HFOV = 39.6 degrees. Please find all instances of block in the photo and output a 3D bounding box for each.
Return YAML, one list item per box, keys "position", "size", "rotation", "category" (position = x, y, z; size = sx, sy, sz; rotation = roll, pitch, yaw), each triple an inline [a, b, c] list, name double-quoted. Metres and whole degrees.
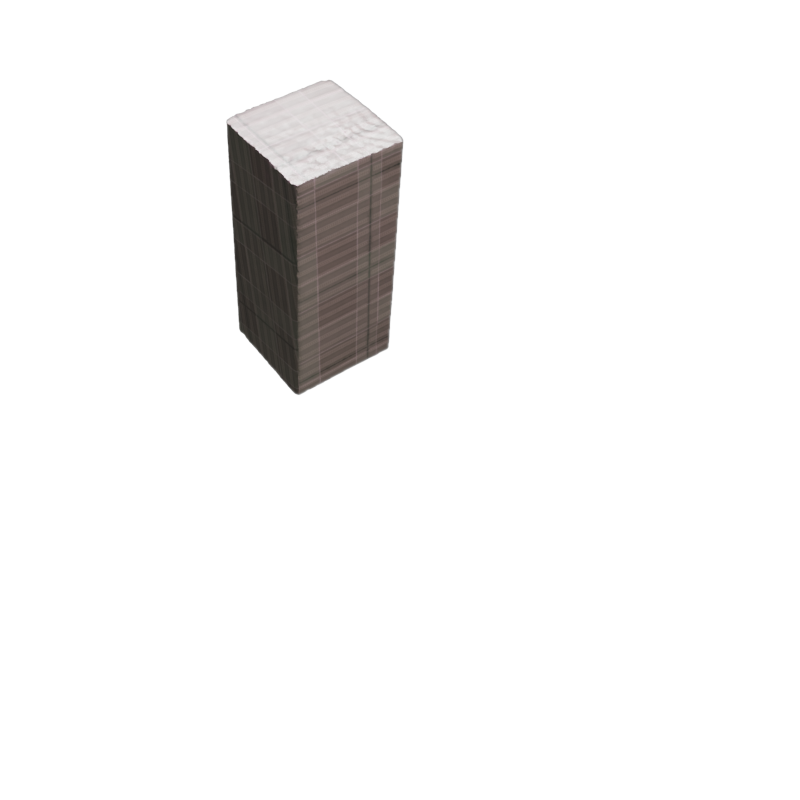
- position: [-0.064, -0.117, 0.814]
  size: [0.090, 0.192, 0.097]
  rotation: [-27, 54, -26]
  category: "block"
